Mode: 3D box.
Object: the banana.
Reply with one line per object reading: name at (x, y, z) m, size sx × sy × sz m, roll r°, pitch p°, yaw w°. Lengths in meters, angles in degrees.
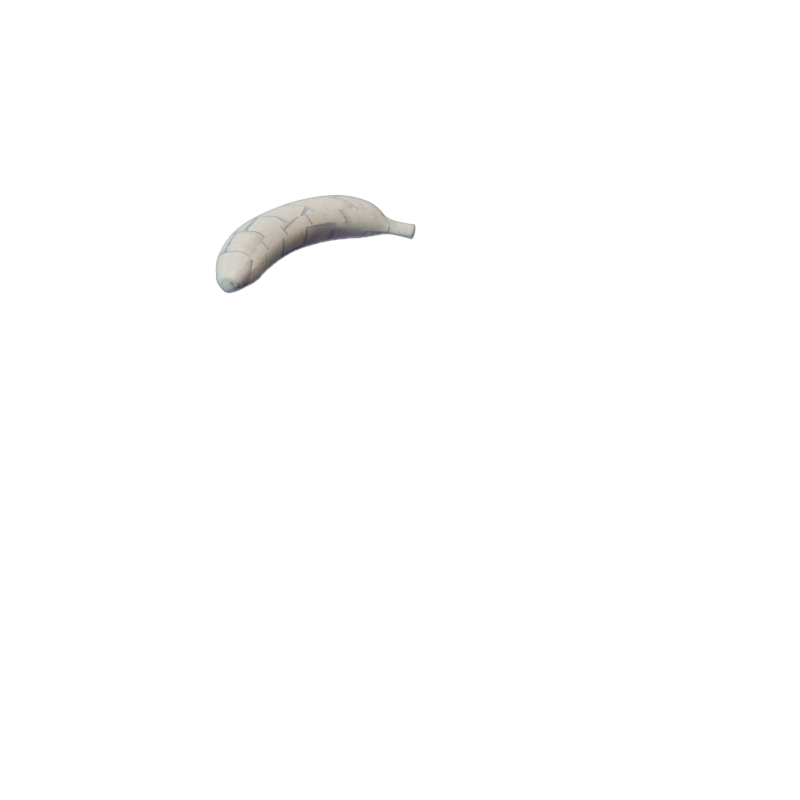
banana at (-0.075, -0.123, 0.829) m, size 0.074 × 0.035 × 0.196 m, roll 21°, pitch 33°, yaw 37°
